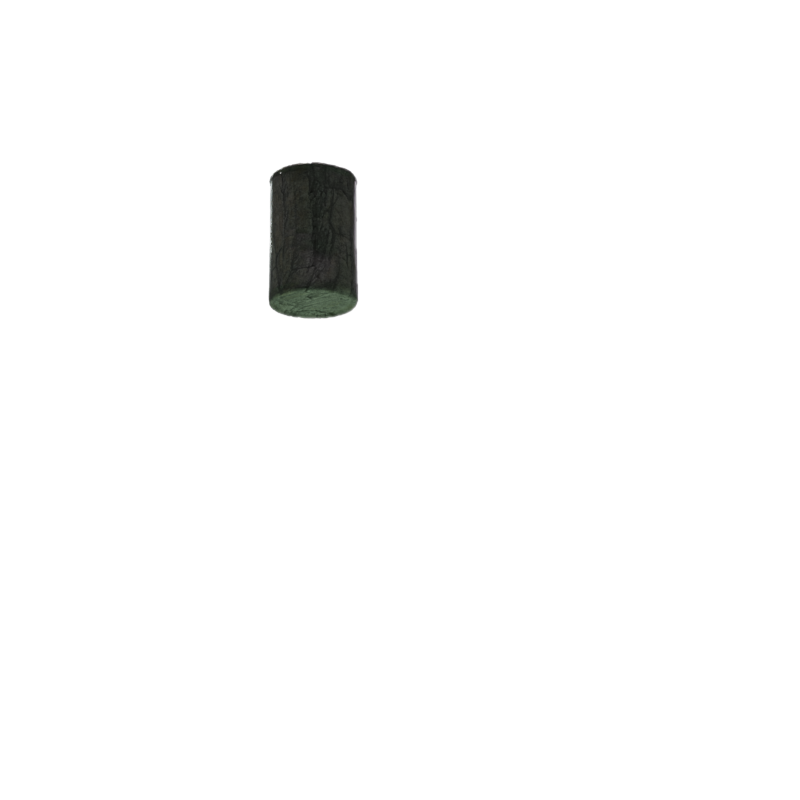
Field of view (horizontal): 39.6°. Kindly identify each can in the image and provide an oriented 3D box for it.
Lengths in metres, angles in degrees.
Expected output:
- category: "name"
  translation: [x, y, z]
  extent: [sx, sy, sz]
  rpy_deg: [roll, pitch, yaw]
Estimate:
- category: "can"
  translation: [-0.066, -0.120, 0.840]
  extent: [0.068, 0.107, 0.065]
  rpy_deg: [0, -19, -2]
